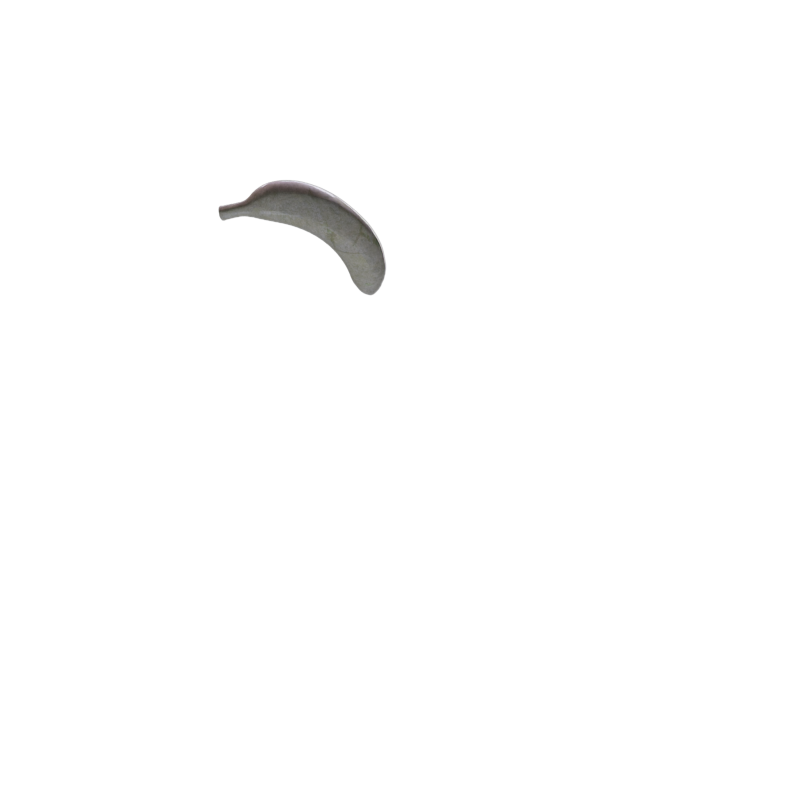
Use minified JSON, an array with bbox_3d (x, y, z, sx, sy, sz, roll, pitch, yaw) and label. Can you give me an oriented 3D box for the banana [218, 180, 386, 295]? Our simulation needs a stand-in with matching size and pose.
[{"bbox_3d":[-0.062,-0.142,0.940,0.070,0.039,0.185,-20,-31,36],"label":"banana"}]
